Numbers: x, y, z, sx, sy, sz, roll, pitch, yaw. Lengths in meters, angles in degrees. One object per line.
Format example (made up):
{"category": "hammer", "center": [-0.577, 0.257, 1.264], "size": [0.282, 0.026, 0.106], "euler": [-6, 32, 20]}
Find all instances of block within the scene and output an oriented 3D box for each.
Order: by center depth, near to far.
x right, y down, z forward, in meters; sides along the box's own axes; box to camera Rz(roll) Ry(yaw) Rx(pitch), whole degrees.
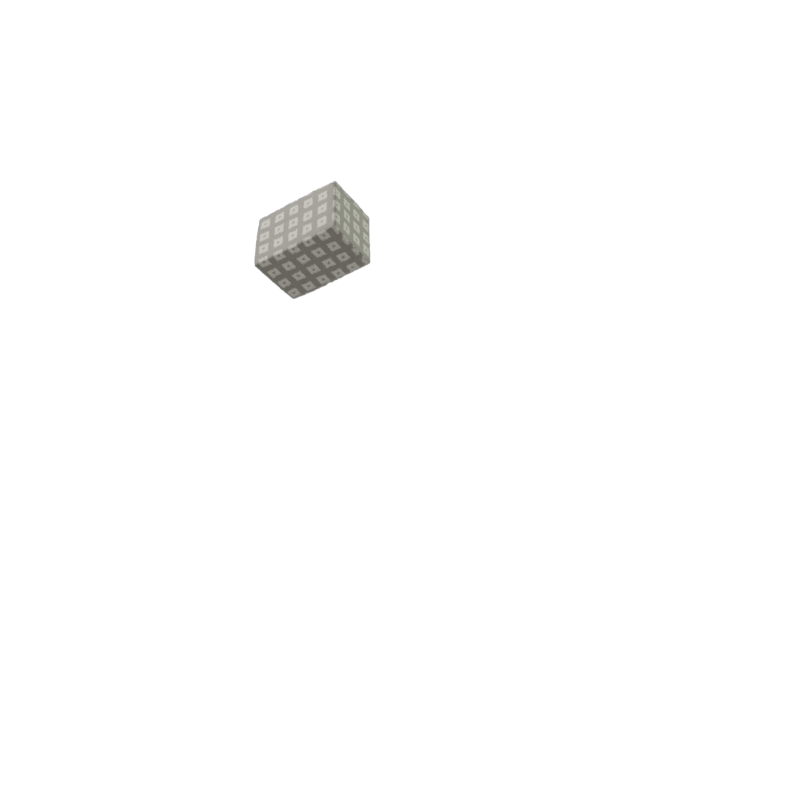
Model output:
{"category": "block", "center": [-0.069, -0.126, 0.881], "size": [0.078, 0.055, 0.049], "euler": [-23, -45, 24]}
